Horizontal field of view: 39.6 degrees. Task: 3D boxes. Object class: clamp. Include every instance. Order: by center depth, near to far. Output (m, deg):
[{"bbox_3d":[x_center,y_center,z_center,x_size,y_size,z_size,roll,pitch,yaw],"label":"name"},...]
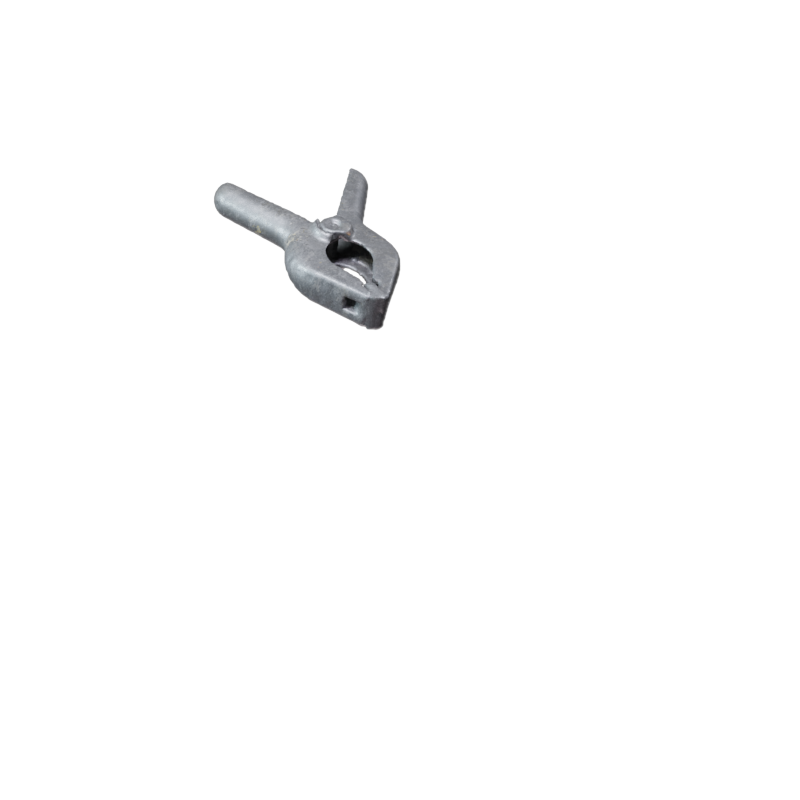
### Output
[{"bbox_3d":[-0.061,-0.111,0.778,0.119,0.037,0.185,-10,39,-13],"label":"clamp"}]
